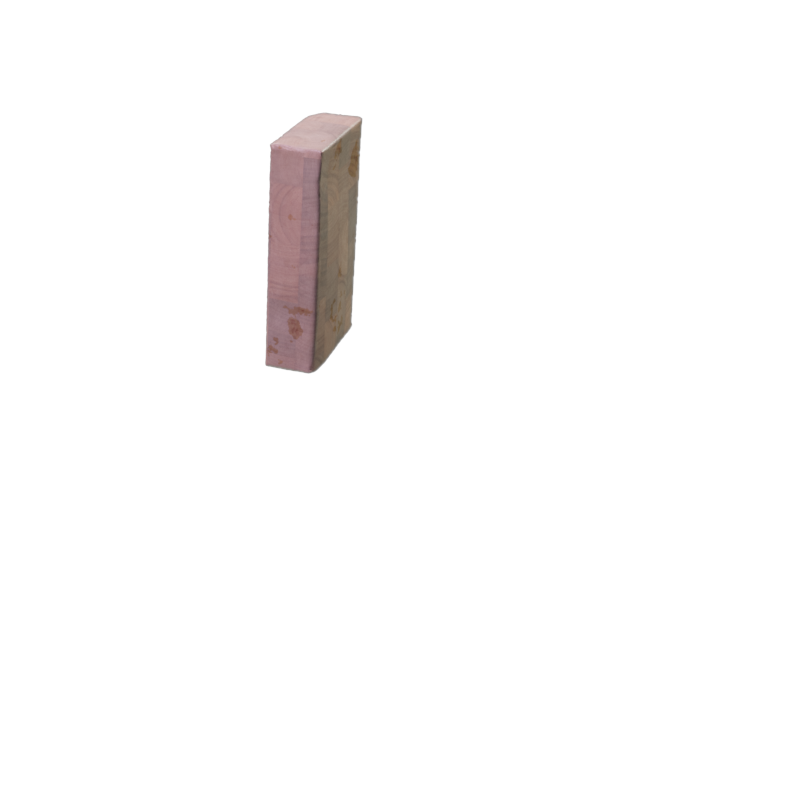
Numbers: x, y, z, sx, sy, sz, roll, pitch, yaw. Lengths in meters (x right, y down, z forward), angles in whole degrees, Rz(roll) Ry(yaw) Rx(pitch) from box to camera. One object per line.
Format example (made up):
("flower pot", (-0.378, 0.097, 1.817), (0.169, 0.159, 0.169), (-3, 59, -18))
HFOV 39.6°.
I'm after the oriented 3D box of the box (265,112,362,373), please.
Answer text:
("box", (-0.065, -0.118, 0.826), (0.049, 0.168, 0.096), (8, 25, 15))
